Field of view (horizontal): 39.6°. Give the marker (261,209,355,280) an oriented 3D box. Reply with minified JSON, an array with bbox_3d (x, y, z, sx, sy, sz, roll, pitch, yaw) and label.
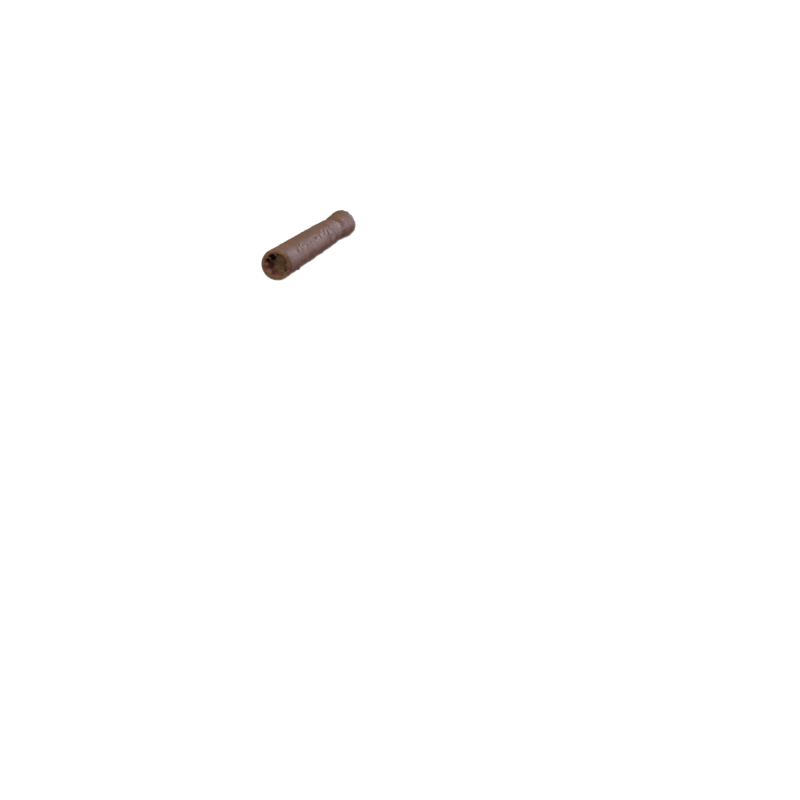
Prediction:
[{"bbox_3d":[-0.054,-0.099,0.690,0.020,0.019,0.123,1,20,18],"label":"marker"}]
